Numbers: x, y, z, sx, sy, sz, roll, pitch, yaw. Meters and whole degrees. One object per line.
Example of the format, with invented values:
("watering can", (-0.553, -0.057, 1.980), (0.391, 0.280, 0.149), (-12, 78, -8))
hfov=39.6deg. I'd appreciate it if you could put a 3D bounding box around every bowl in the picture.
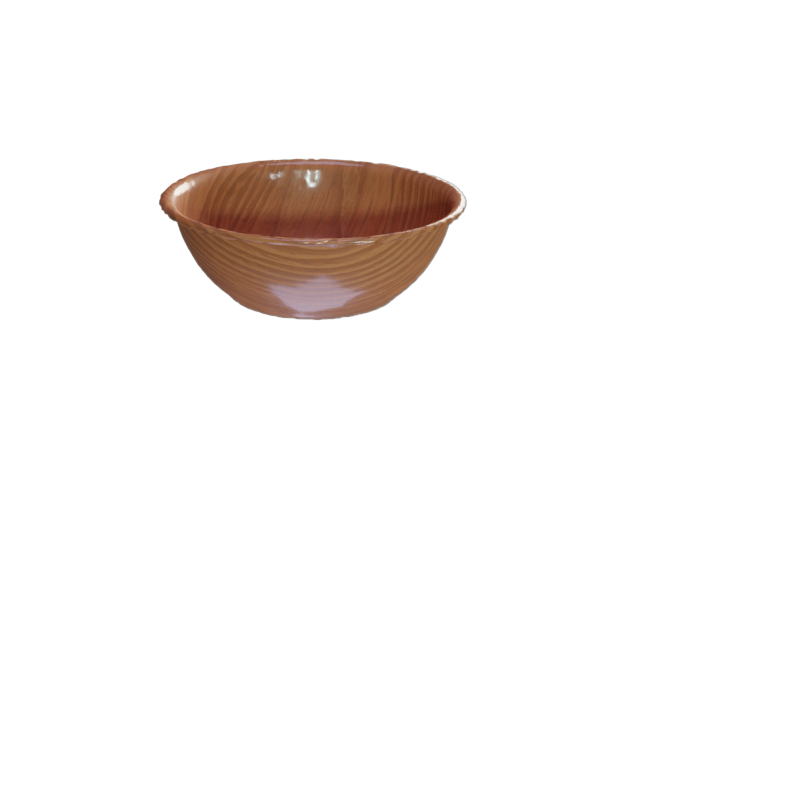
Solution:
("bowl", (-0.046, -0.085, 0.593), (0.162, 0.052, 0.170), (-1, 24, -2))
